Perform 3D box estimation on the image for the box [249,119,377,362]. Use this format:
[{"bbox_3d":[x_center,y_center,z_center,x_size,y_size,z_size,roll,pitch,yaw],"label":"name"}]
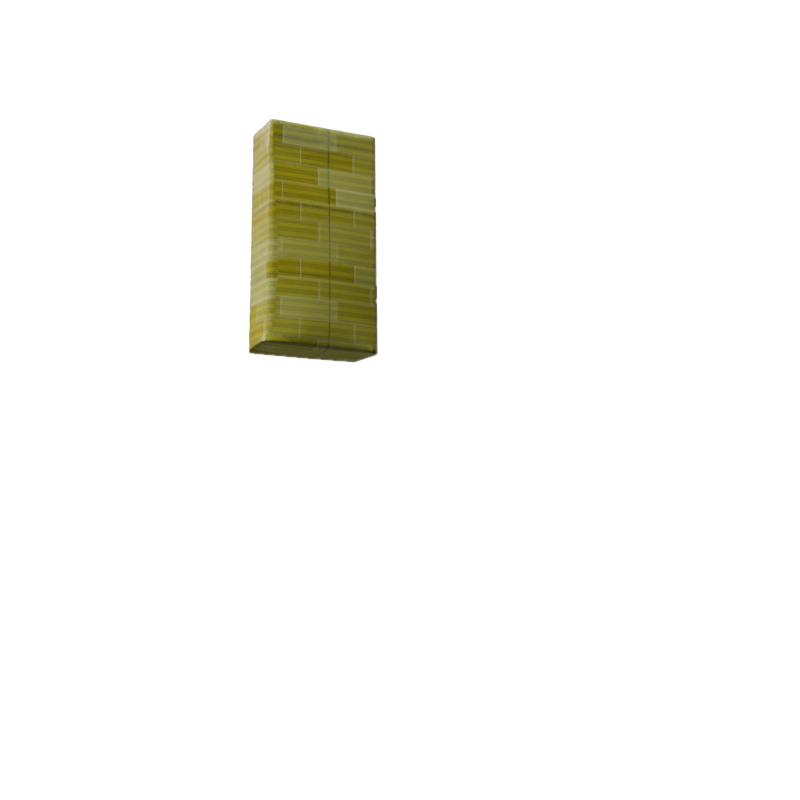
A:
[{"bbox_3d":[-0.067,-0.122,0.854,0.090,0.184,0.048,7,-19,-25],"label":"box"}]
